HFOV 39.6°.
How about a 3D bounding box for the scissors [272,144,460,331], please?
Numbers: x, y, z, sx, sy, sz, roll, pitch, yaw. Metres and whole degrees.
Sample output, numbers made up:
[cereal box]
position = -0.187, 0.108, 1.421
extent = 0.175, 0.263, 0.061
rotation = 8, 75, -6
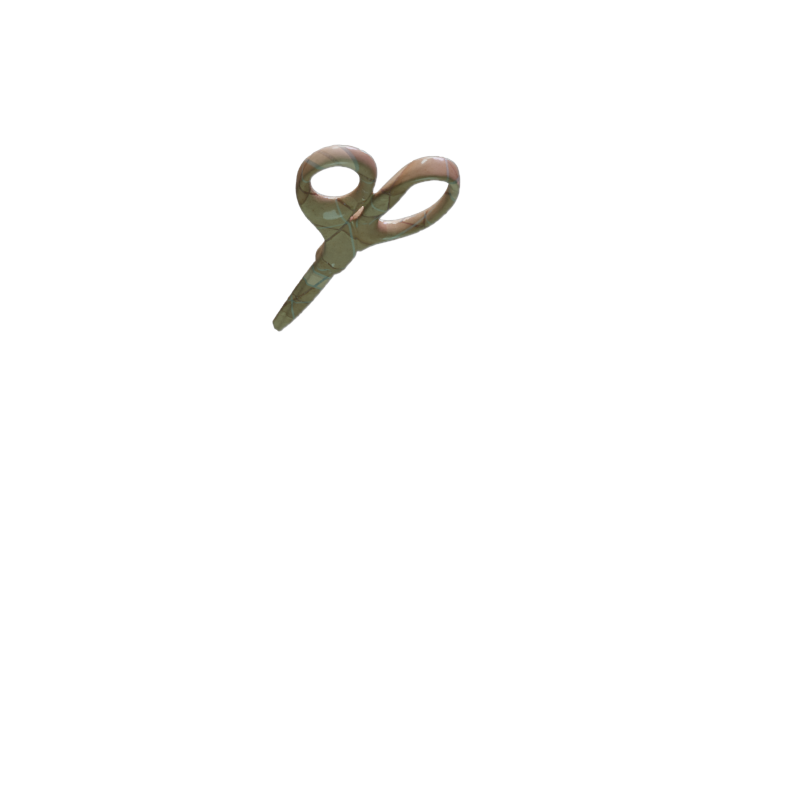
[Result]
[scissors]
position = -0.050, -0.092, 0.644
extent = 0.091, 0.017, 0.201
rotation = 21, -34, -35
